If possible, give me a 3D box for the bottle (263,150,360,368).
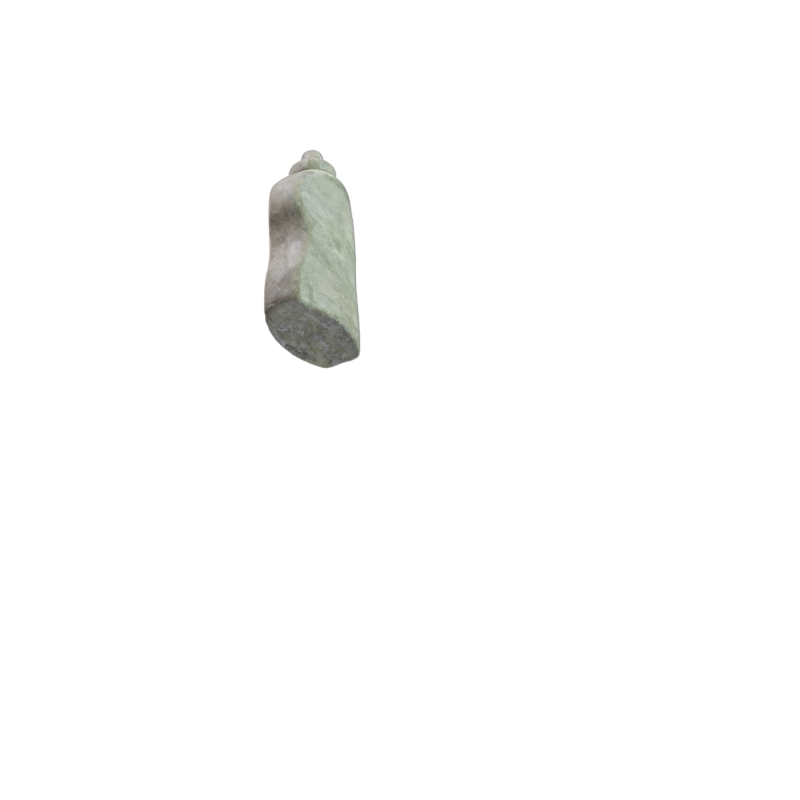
[{"bbox_3d":[-0.071,-0.129,0.902,0.059,0.205,0.089,-22,-40,24],"label":"bottle"}]
